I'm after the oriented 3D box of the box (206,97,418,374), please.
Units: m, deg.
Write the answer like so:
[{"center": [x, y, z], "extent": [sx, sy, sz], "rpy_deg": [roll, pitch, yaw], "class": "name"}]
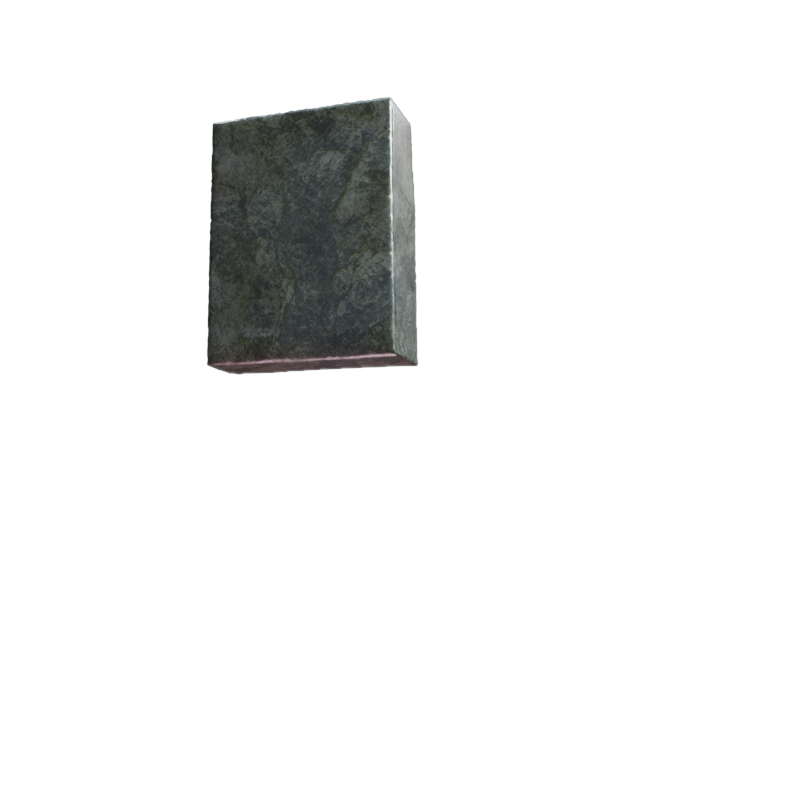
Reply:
[{"center": [-0.073, -0.132, 0.928], "extent": [0.167, 0.221, 0.068], "rpy_deg": [-5, -15, 19], "class": "box"}]
